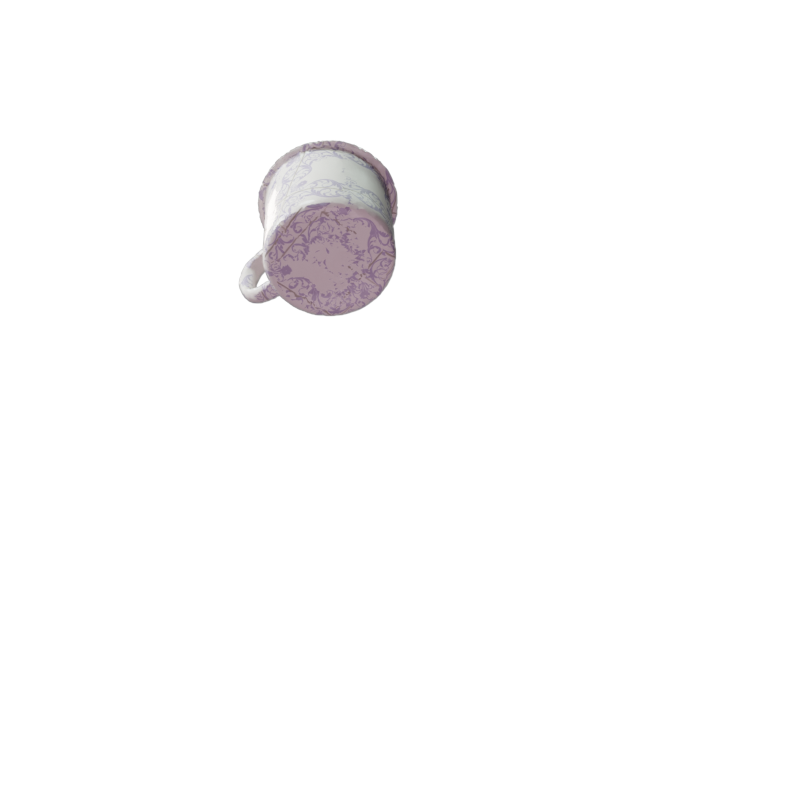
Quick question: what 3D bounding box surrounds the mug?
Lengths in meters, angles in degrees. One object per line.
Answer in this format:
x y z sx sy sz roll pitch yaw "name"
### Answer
-0.055 -0.101 0.705 0.117 0.088 0.087 -30 27 15 "mug"
